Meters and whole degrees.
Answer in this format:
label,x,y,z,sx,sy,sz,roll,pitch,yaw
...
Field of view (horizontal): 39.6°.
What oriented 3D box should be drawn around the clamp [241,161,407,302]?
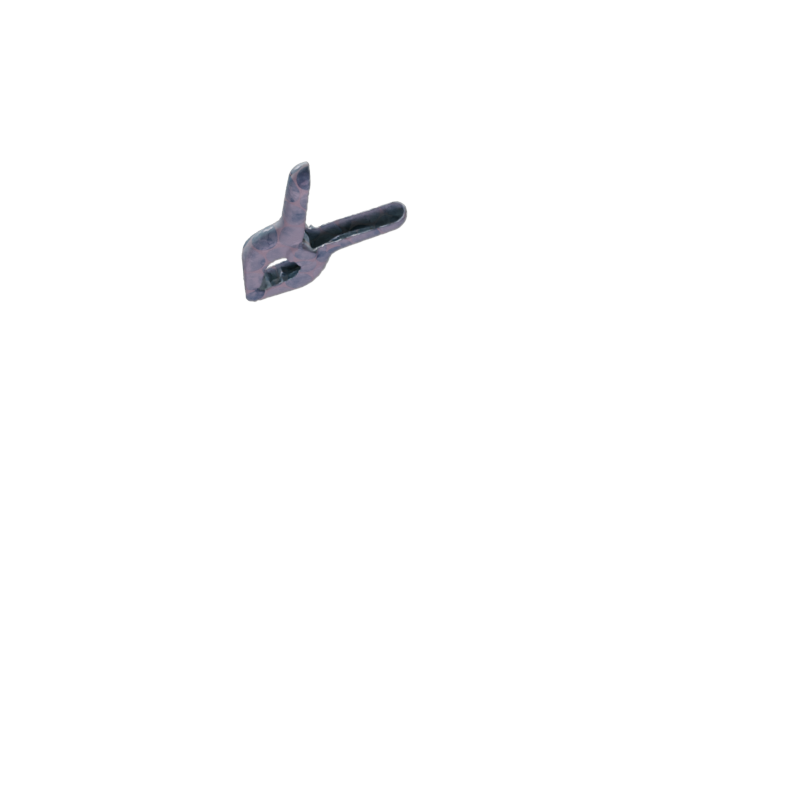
label,x,y,z,sx,sy,sz,roll,pitch,yaw
clamp,-0.077,-0.141,0.990,0.115,0.042,0.167,19,-39,-25
